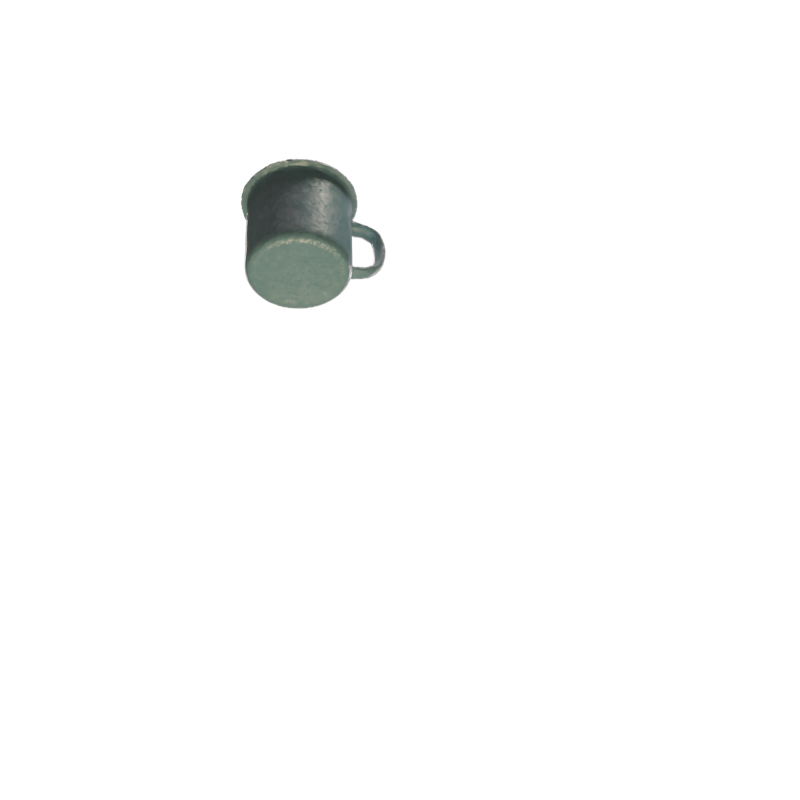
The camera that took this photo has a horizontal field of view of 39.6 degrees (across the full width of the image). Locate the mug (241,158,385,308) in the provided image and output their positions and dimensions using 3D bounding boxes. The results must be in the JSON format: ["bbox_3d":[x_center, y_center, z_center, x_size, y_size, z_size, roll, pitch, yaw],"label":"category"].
[{"bbox_3d":[-0.067,-0.123,0.859,0.114,0.087,0.089,14,-44,-17],"label":"mug"}]
